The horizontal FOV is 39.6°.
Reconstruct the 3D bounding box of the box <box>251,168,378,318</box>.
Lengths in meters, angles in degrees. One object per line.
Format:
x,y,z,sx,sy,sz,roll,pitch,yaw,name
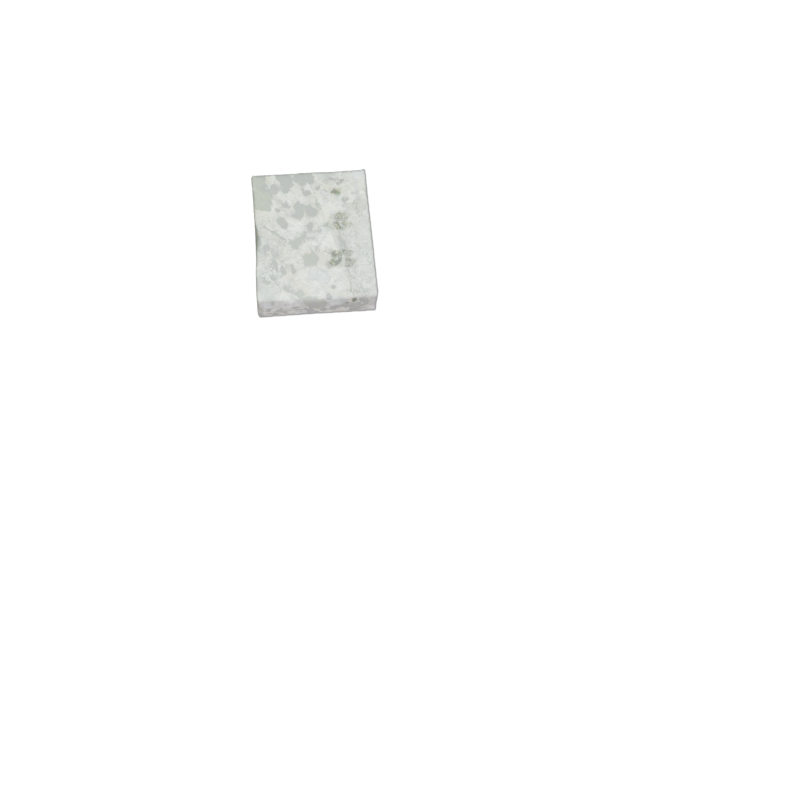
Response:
-0.054,-0.098,0.687,0.073,0.094,0.029,-4,-24,-2,box
